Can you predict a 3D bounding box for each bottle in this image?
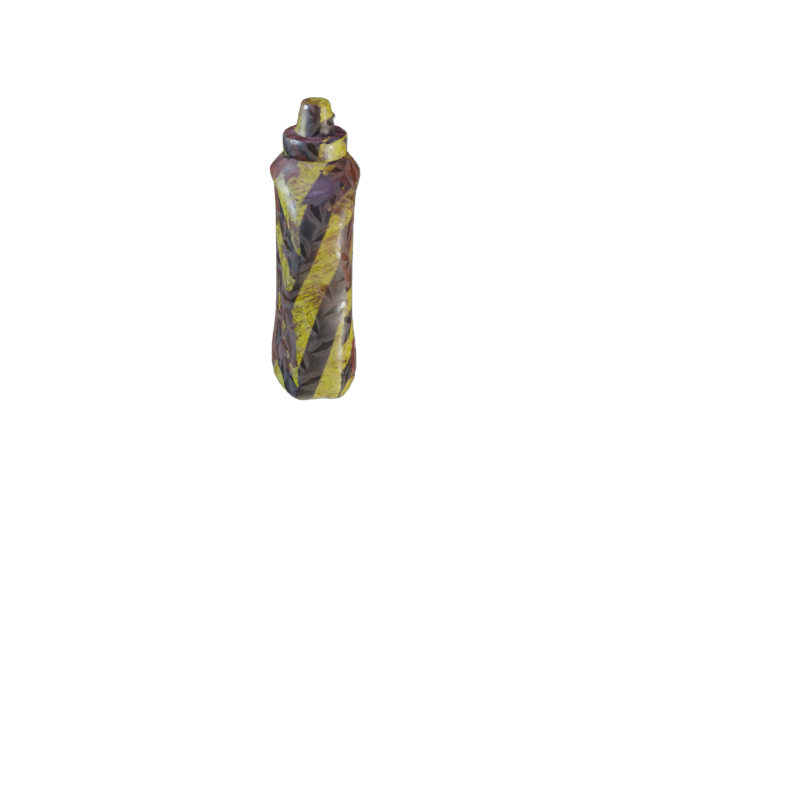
[{"bbox_3d":[-0.056,-0.104,0.725,0.058,0.181,0.102,-1,27,-6],"label":"bottle"}]
